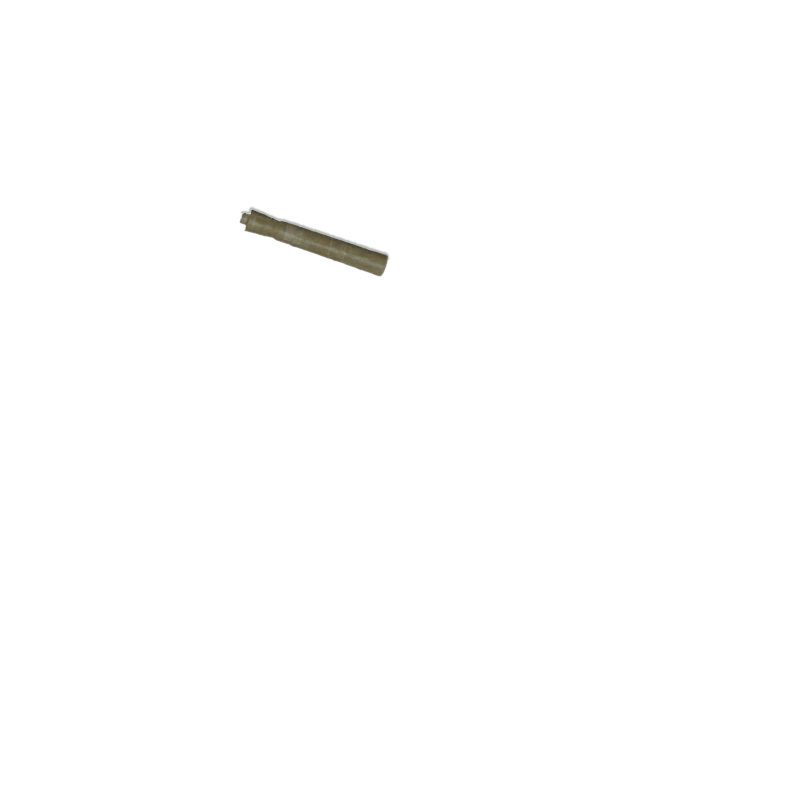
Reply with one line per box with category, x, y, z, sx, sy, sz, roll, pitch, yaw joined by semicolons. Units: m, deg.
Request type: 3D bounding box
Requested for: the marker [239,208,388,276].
marker;-0.069;-0.126;0.880;0.119;0.020;0.020;18;1;-6
